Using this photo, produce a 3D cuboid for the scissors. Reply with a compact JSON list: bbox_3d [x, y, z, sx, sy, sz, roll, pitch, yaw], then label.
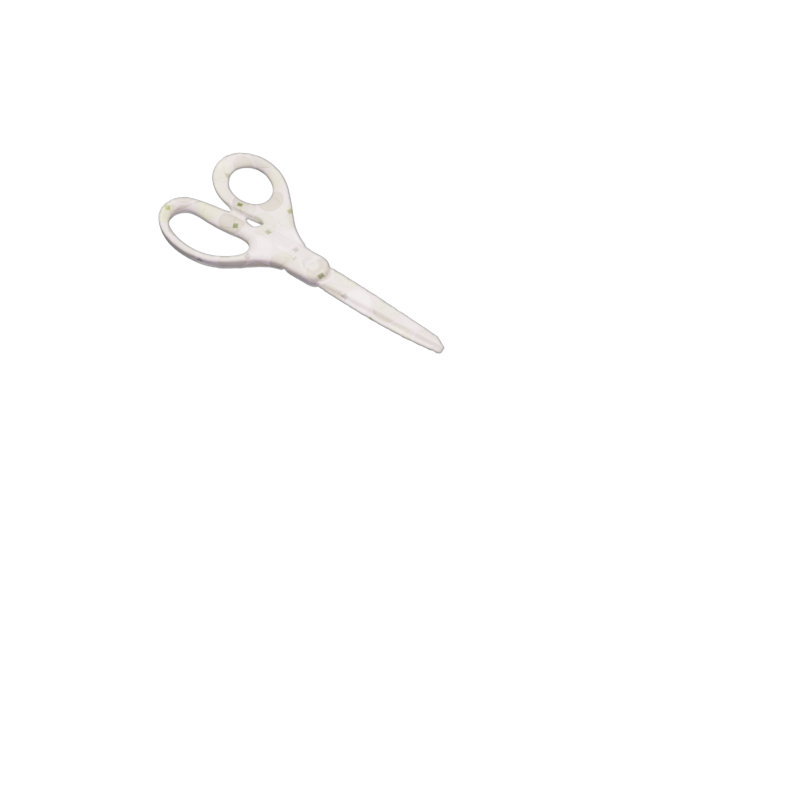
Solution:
[{"bbox_3d":[-0.056,-0.102,0.714,0.206,0.100,0.015,18,-27,10],"label":"scissors"}]
